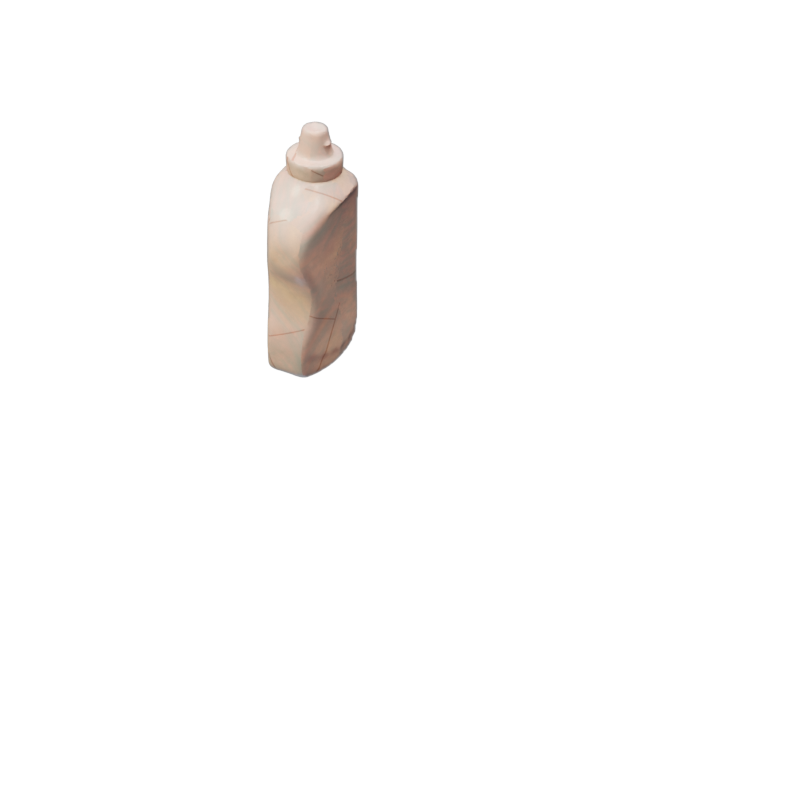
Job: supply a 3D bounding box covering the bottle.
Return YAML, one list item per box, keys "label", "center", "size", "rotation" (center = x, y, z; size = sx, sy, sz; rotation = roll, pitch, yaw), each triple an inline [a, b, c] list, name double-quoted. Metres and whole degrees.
- label: "bottle"
  center: [-0.064, -0.117, 0.821]
  size: [0.061, 0.179, 0.099]
  rotation: [18, 39, 19]
